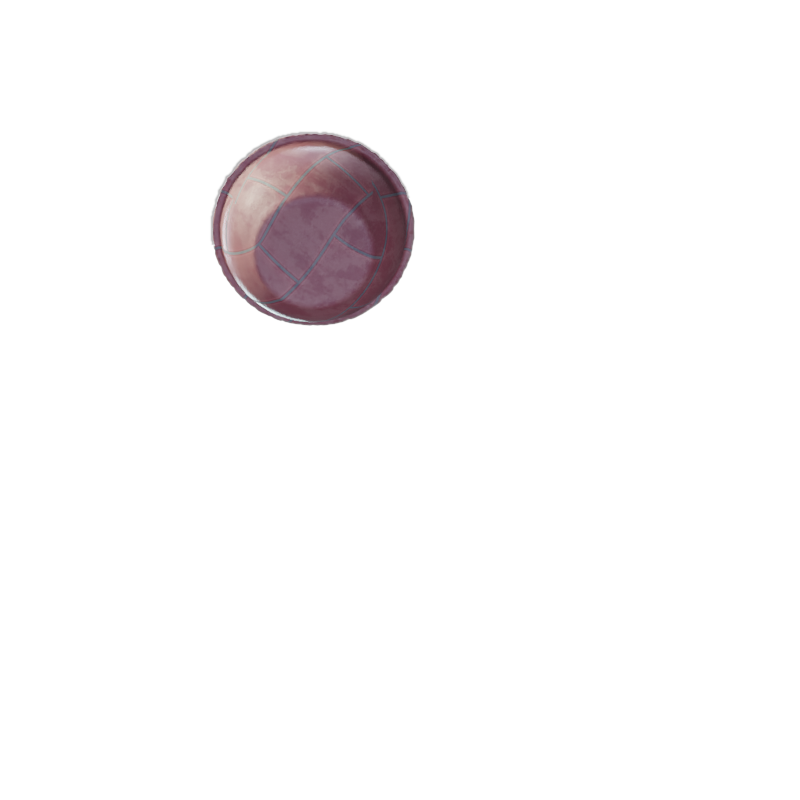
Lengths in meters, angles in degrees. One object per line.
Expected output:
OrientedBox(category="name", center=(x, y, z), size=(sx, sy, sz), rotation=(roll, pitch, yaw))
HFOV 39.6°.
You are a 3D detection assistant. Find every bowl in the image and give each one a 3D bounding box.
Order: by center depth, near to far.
OrientedBox(category="bowl", center=(-0.067, -0.123, 0.860), size=(0.162, 0.155, 0.058), rotation=(1, 20, -1))
